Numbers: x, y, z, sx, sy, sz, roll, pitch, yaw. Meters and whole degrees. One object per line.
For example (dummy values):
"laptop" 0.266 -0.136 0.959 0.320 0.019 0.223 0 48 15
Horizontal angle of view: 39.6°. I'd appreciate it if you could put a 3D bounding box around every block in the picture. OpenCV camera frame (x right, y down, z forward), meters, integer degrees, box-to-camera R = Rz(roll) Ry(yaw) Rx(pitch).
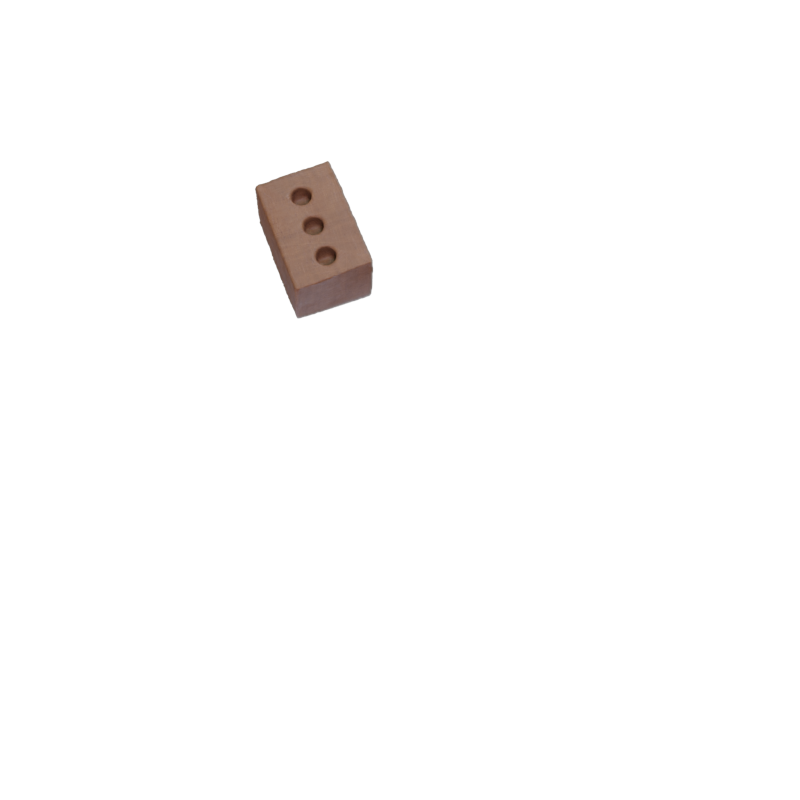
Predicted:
"block" -0.056 -0.101 0.710 0.052 0.082 0.049 -20 -20 -9
